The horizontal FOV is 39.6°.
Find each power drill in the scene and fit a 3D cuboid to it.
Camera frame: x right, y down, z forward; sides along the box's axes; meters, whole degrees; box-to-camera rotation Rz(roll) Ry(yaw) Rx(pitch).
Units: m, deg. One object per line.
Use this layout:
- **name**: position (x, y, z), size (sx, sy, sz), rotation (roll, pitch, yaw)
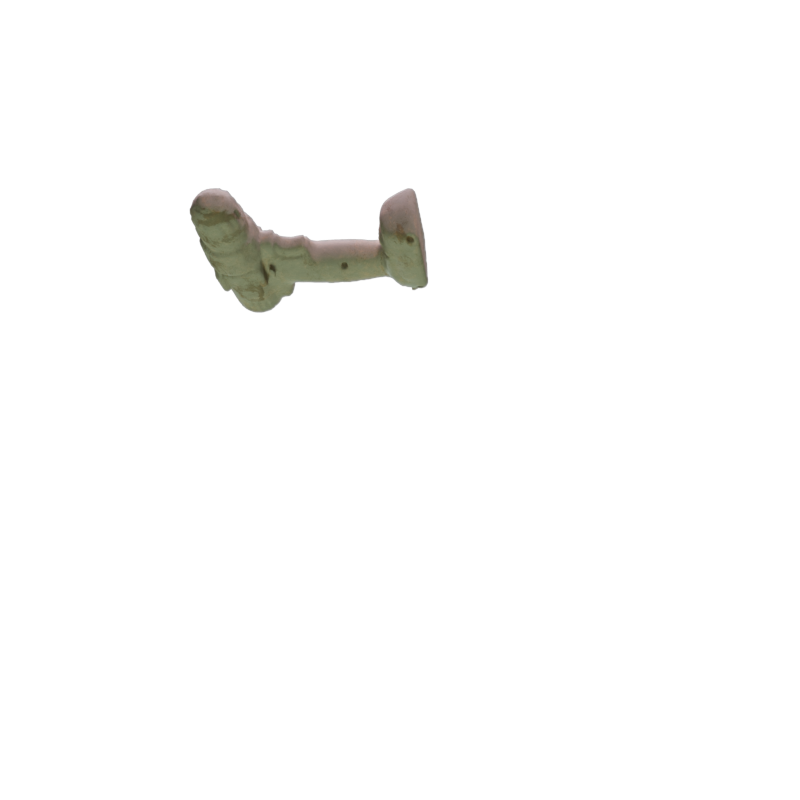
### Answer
- **power drill**: position (-0.075, -0.136, 0.955), size (0.190, 0.060, 0.173), rotation (-4, -20, 9)
